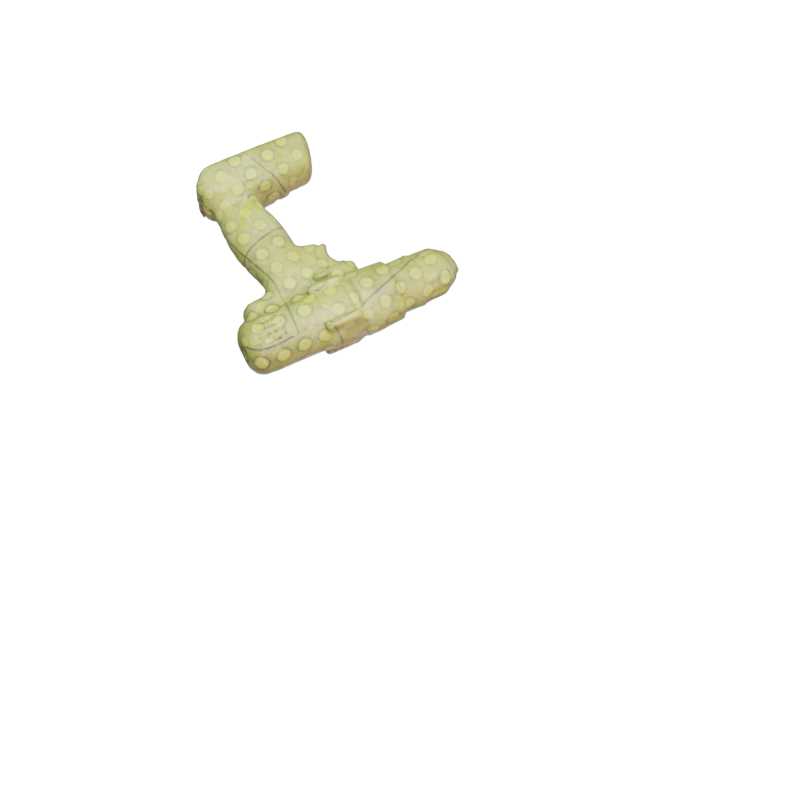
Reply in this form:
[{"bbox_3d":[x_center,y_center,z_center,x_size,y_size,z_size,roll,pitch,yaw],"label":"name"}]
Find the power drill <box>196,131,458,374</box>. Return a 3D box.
[{"bbox_3d":[-0.070,-0.128,0.900,0.183,0.201,0.054,-23,-29,-14],"label":"power drill"}]
